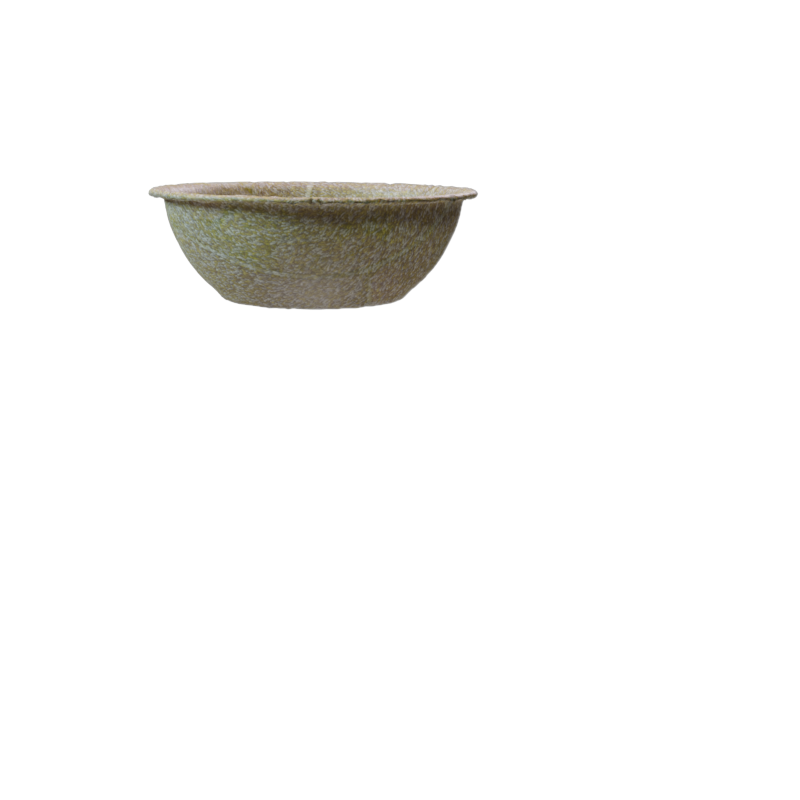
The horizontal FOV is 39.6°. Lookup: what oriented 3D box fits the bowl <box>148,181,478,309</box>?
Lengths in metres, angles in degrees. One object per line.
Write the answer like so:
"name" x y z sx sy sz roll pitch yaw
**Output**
"bowl" -0.043 -0.079 0.550 0.162 0.054 0.166 0 12 -2
